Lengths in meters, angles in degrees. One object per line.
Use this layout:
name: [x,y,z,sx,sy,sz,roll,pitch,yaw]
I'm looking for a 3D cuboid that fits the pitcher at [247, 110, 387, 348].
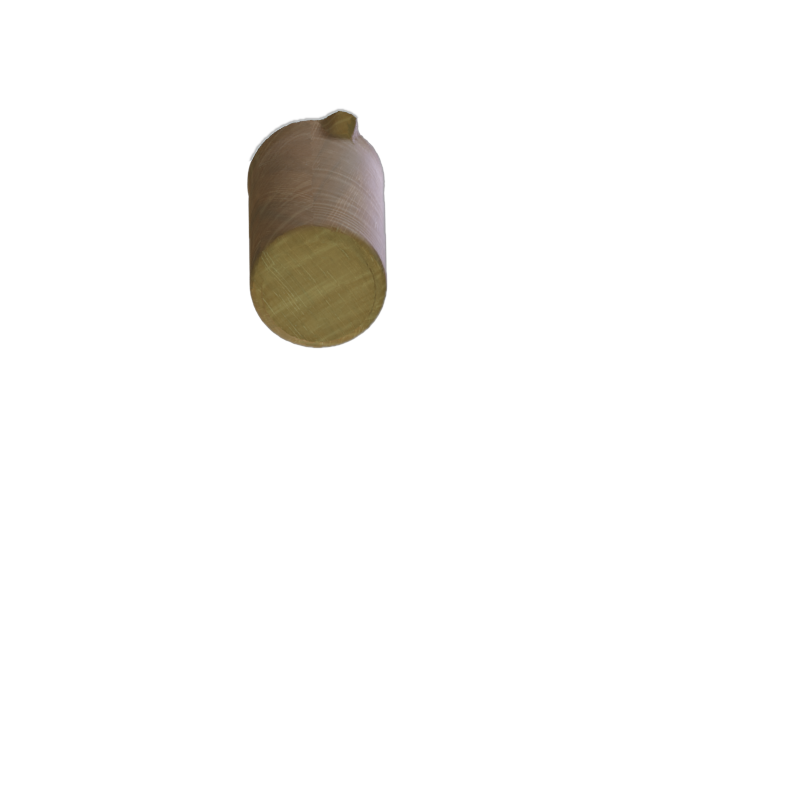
pitcher: [-0.076,-0.138,0.970,0.145,0.140,0.258,-20,28,8]
